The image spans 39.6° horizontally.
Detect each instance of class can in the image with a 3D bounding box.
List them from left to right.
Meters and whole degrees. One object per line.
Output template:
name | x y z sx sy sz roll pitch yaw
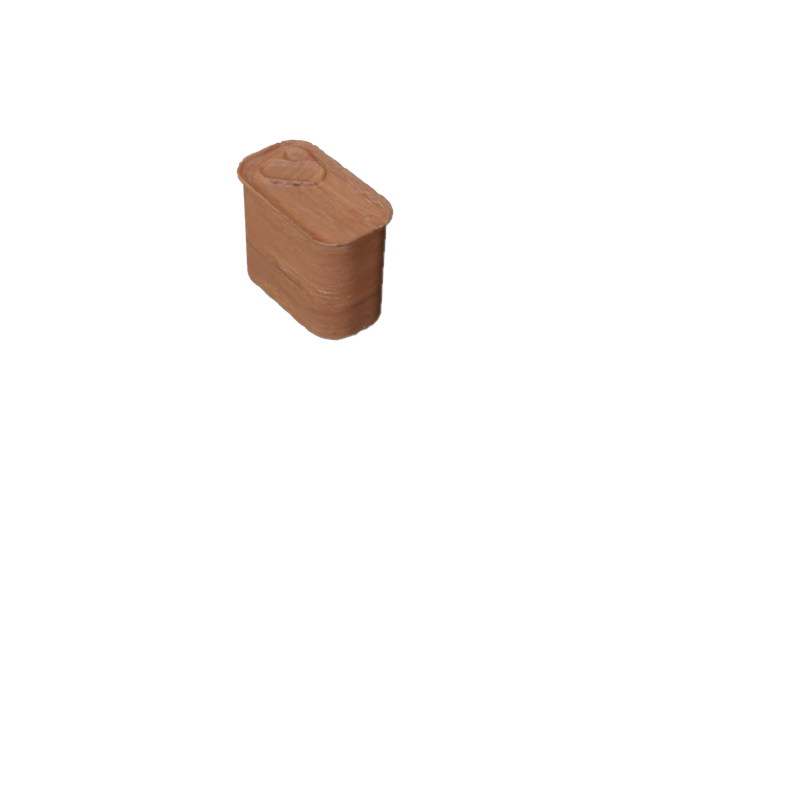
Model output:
can | -0.053 -0.097 0.681 0.057 0.078 0.109 -29 53 -28
